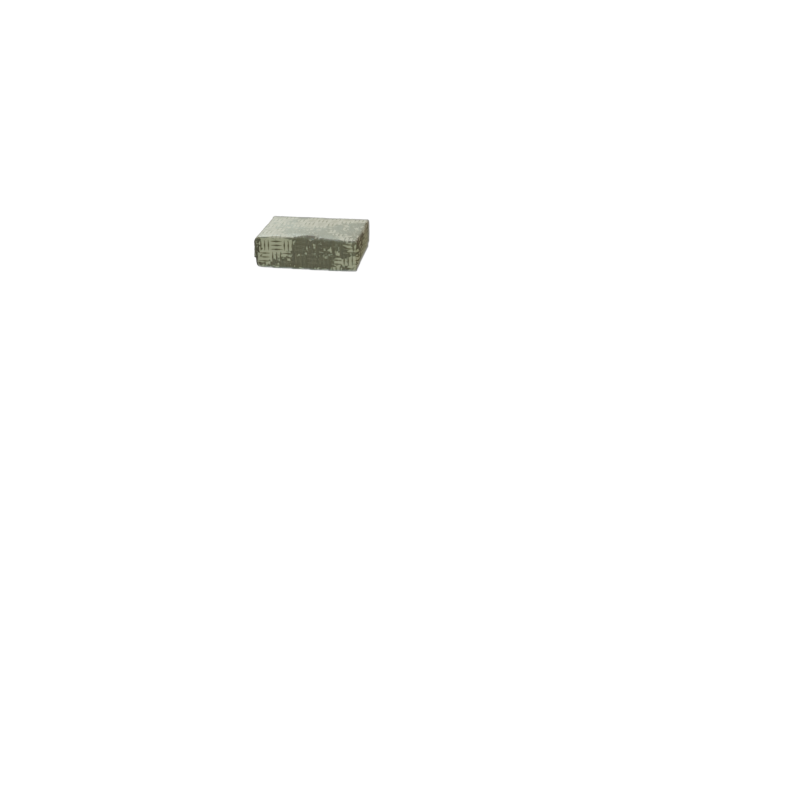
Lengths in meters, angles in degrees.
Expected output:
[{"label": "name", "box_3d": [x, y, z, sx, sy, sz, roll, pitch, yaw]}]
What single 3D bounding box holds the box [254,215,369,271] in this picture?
[{"label": "box", "box_3d": [-0.075, -0.137, 0.958, 0.090, 0.029, 0.075, 4, 22, 8]}]
